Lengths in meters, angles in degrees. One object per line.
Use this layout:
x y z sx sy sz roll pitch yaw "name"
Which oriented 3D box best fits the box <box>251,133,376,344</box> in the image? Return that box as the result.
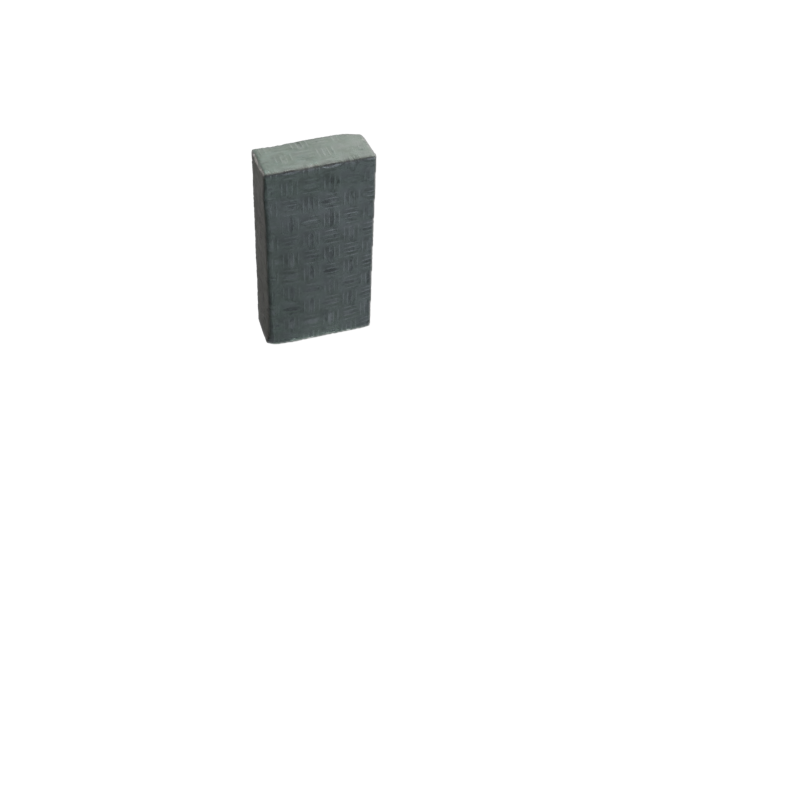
-0.071 -0.129 0.905 0.092 0.165 0.052 -11 40 -16 "box"
